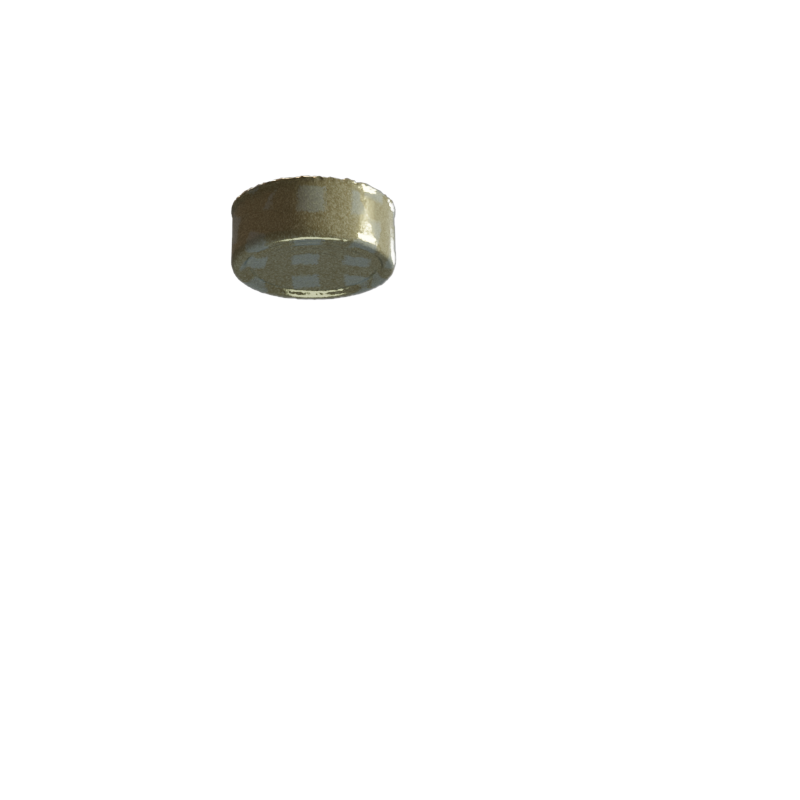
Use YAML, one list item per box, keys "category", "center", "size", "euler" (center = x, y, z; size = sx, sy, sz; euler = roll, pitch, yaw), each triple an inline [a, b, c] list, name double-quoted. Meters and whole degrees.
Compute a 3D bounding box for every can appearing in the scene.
- category: "can"
  center: [-0.045, -0.082, 0.571]
  size: [0.086, 0.035, 0.082]
  euler: [0, -18, -2]
